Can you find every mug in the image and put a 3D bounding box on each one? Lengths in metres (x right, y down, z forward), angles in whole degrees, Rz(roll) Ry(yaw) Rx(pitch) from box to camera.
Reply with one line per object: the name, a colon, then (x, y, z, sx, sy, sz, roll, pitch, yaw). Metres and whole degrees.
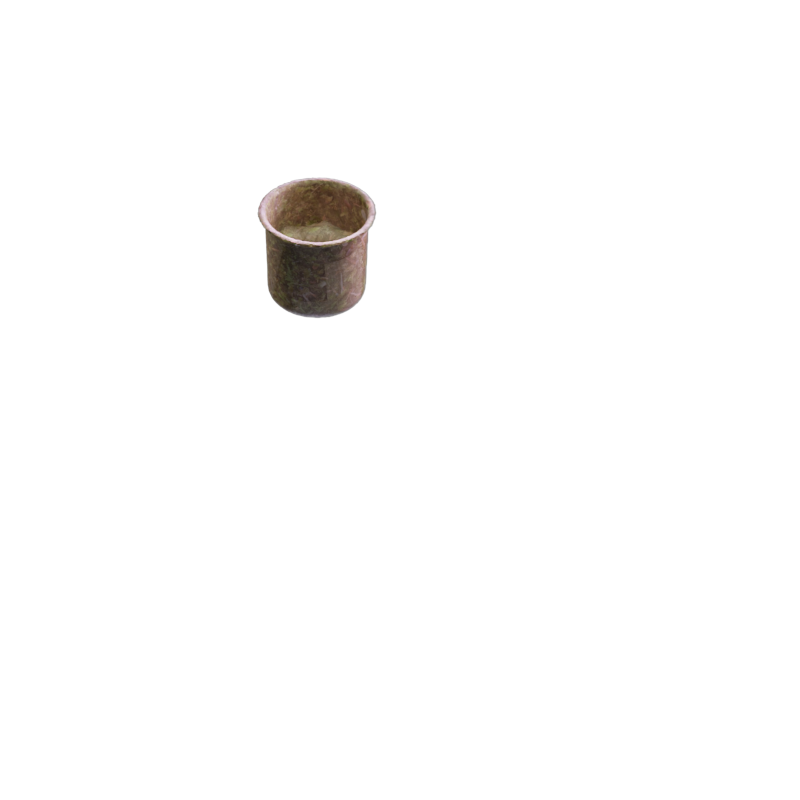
mug: (-0.071, -0.129, 0.904, 0.092, 0.076, 0.127, -10, 43, -13)
